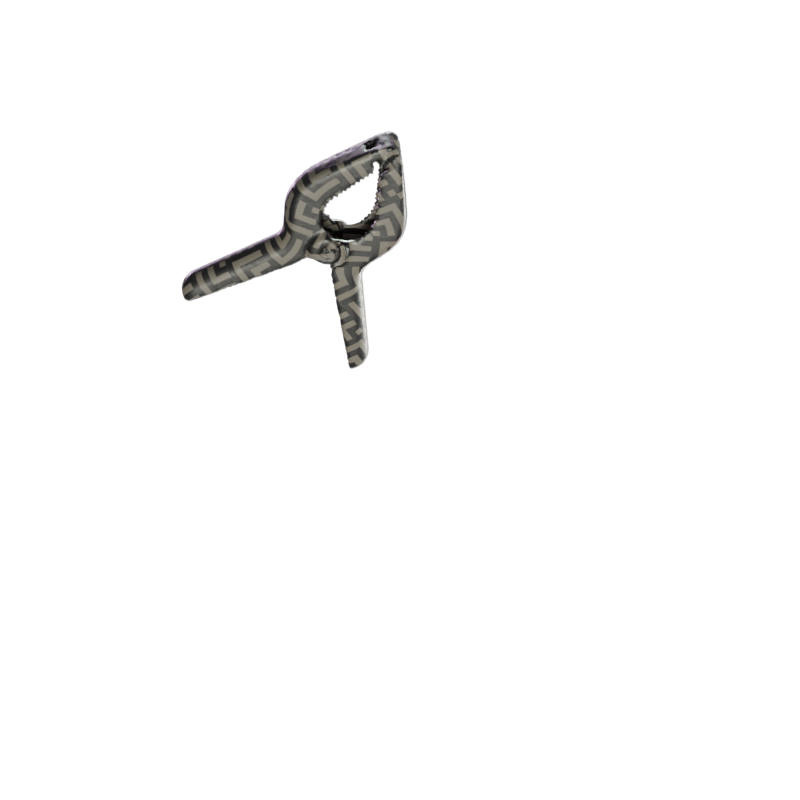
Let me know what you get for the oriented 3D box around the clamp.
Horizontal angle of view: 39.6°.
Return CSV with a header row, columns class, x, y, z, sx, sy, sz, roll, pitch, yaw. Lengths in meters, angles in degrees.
class,x,y,z,sx,sy,sz,roll,pitch,yaw
clamp,-0.067,-0.122,0.857,0.160,0.201,0.039,18,36,-14
